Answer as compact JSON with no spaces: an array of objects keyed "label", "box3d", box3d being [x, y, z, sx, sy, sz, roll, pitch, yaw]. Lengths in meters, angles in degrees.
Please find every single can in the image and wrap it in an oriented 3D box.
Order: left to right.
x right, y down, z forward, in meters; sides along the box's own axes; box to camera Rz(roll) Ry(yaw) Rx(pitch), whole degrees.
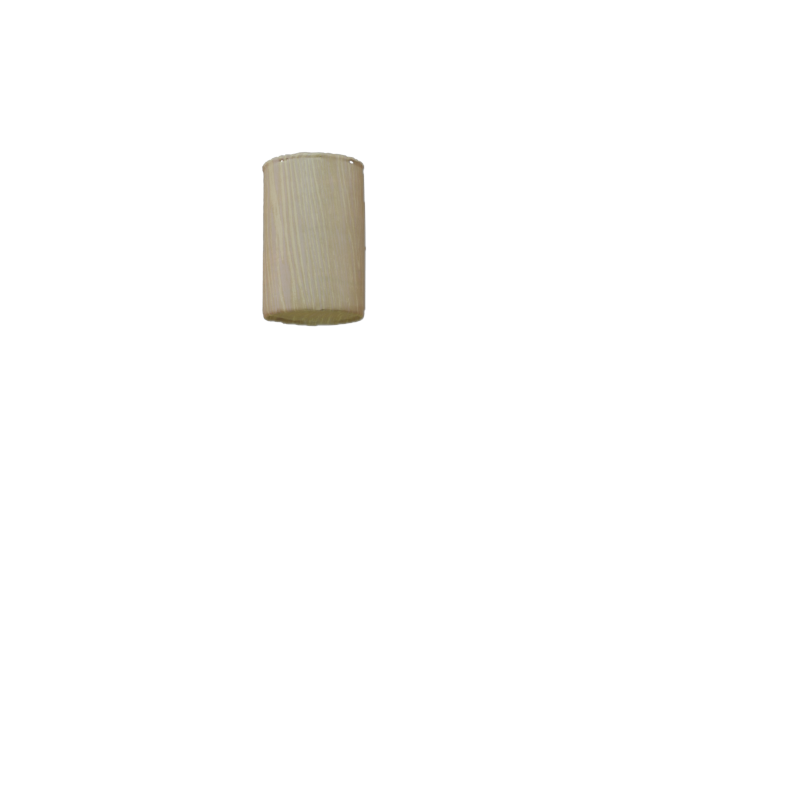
[{"label":"can","box3d":[-0.057,-0.103,0.724,0.068,0.105,0.067,0,-10,-2]}]
